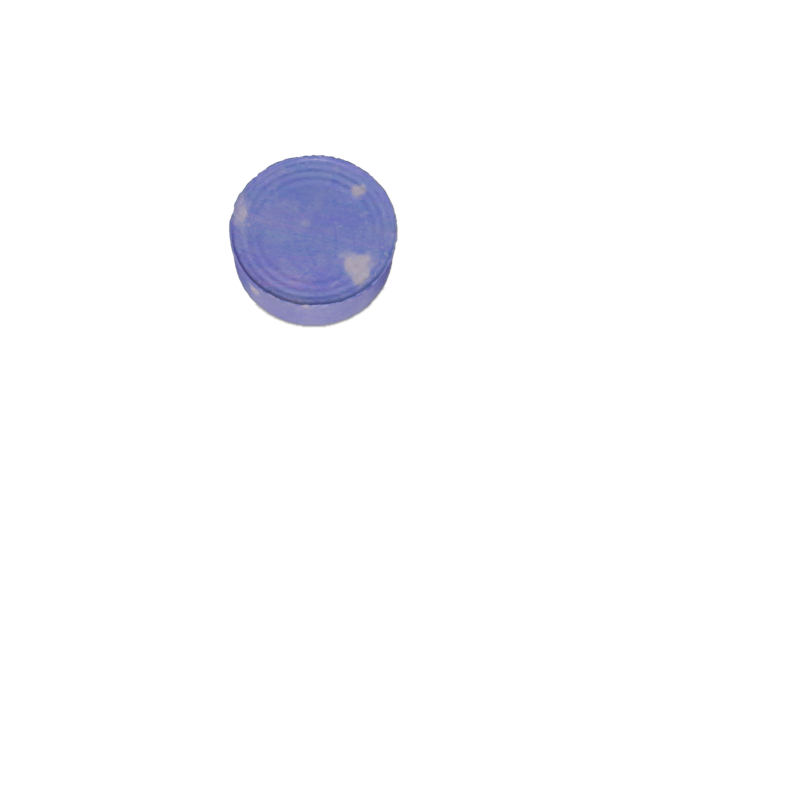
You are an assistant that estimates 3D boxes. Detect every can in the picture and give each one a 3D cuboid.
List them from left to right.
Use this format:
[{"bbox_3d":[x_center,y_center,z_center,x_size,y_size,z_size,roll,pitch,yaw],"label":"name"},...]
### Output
[{"bbox_3d":[-0.045,-0.082,0.577,0.086,0.091,0.032,-1,-23,-1],"label":"can"}]
